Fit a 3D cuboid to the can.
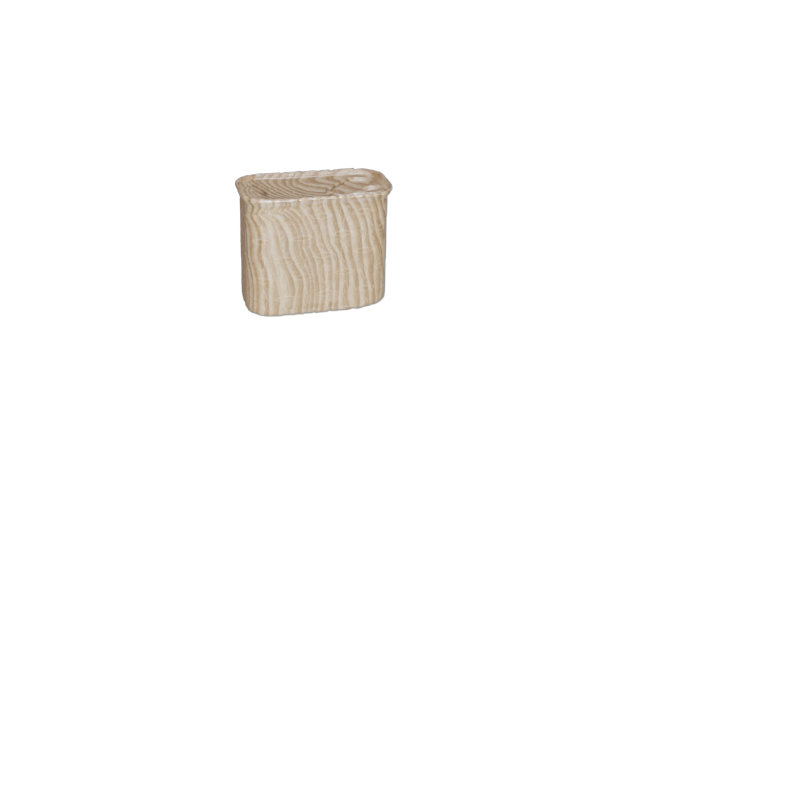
[{"bbox_3d":[-0.058,-0.107,0.747,0.100,0.080,0.061,-5,25,-12],"label":"can"}]
